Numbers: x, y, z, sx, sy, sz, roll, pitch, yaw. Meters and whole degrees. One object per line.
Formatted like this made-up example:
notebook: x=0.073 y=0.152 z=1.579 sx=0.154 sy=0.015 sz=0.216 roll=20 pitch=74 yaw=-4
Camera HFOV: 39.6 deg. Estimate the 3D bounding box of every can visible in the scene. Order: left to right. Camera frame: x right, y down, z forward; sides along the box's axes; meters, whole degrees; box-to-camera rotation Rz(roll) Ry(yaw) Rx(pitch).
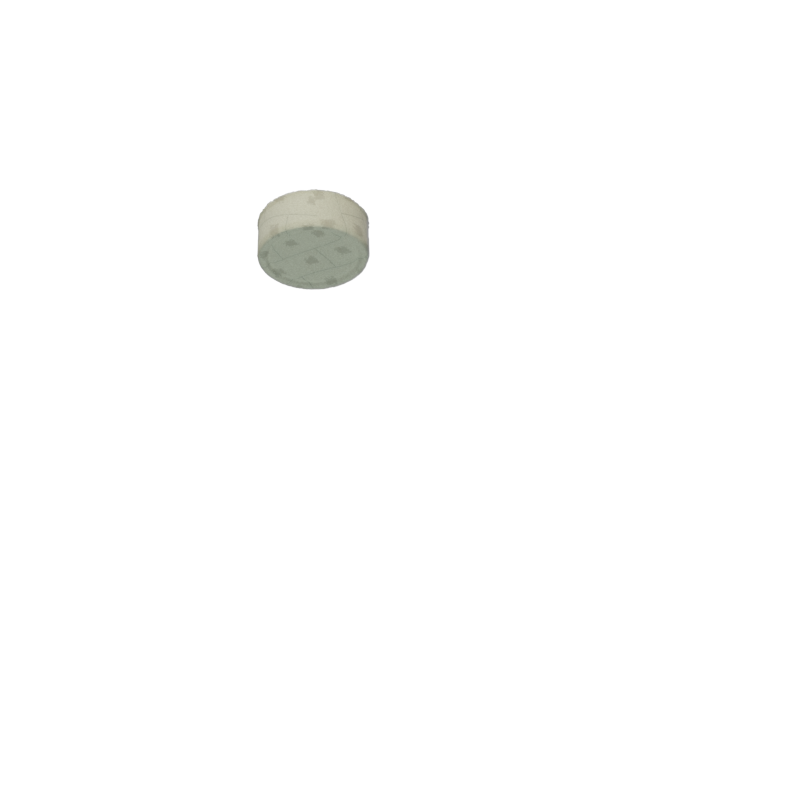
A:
can: x=-0.066 y=-0.120 z=0.841 sx=0.086 sy=0.036 sz=0.080 roll=1 pitch=-31 yaw=-2
